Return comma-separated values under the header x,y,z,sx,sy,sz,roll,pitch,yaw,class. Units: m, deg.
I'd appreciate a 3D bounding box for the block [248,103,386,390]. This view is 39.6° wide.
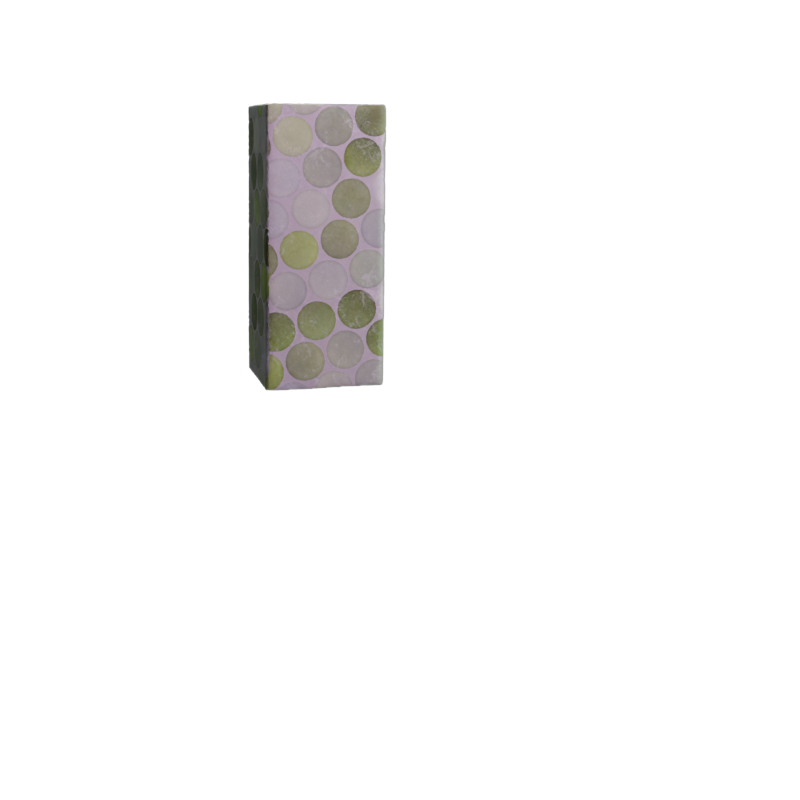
x,y,z,sx,sy,sz,roll,pitch,yaw,class
-0.065,-0.120,0.839,0.089,0.203,0.094,-1,7,-15,block
